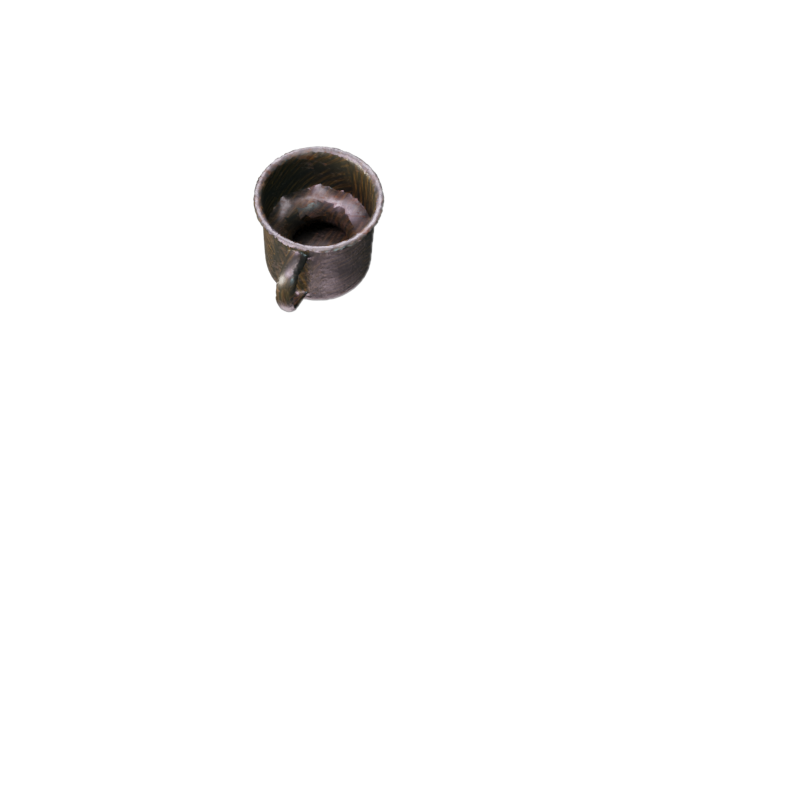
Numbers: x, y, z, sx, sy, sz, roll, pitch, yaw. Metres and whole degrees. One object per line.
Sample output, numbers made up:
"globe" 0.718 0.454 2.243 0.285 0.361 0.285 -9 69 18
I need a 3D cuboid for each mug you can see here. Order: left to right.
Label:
"mug" -0.064 -0.116 0.813 0.095 0.123 0.076 15 -30 7
